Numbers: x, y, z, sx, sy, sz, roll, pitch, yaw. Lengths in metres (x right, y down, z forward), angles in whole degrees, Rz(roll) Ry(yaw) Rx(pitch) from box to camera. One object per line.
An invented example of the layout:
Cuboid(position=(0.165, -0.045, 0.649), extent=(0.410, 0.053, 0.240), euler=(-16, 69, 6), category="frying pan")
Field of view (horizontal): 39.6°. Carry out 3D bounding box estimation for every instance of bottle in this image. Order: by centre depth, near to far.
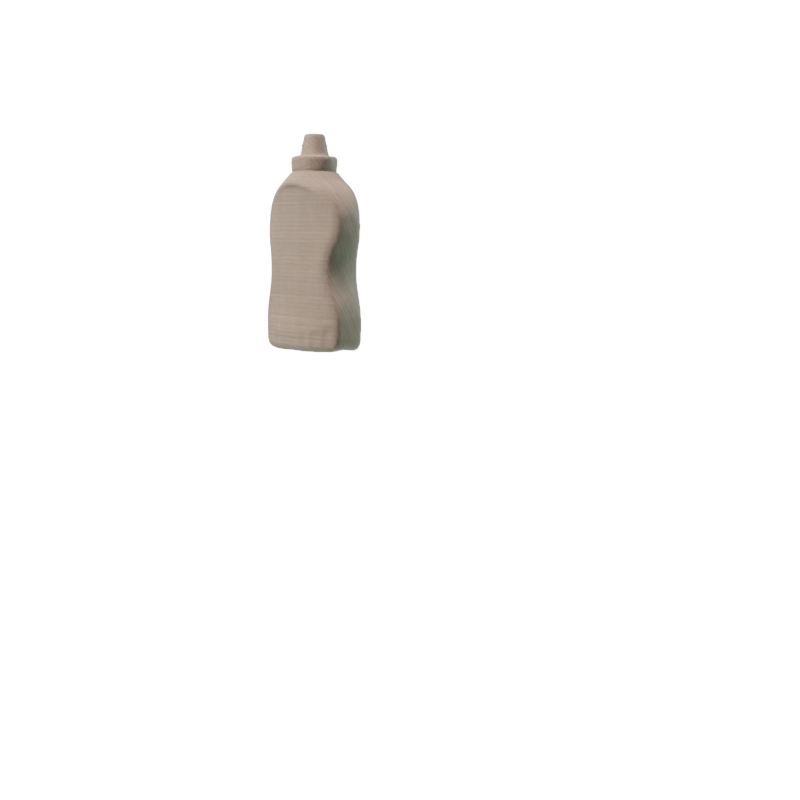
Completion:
Cuboid(position=(-0.077, -0.142, 0.991), extent=(0.056, 0.192, 0.100), euler=(0, 1, -41), category="bottle")
